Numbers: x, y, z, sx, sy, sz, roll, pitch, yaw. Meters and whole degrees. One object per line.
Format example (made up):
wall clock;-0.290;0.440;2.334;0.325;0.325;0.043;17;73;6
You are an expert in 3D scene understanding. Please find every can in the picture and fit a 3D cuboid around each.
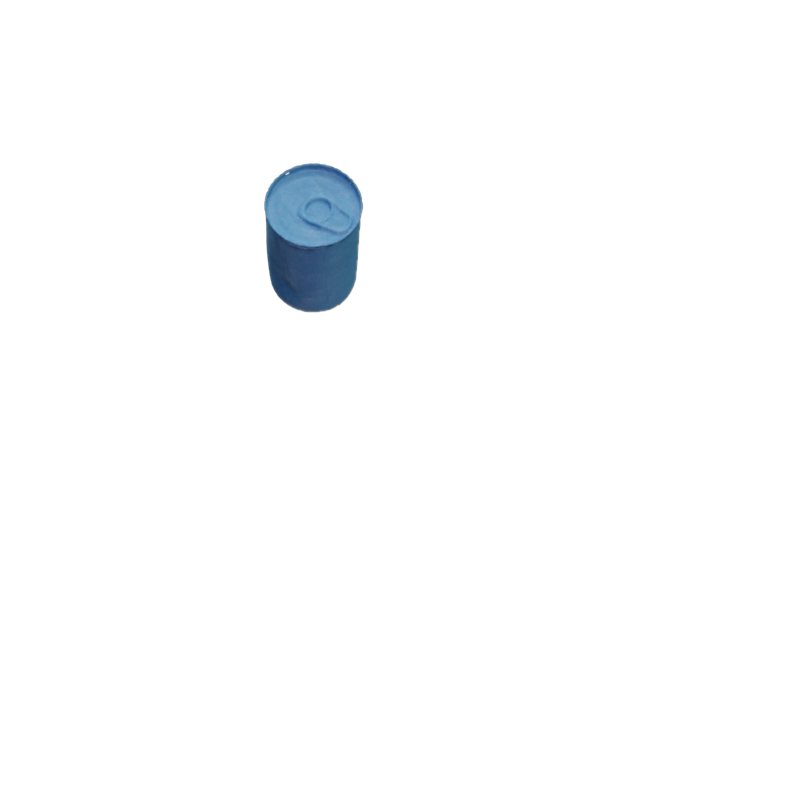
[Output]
can;-0.063;-0.115;0.802;0.068;0.073;0.096;0;-26;-3
